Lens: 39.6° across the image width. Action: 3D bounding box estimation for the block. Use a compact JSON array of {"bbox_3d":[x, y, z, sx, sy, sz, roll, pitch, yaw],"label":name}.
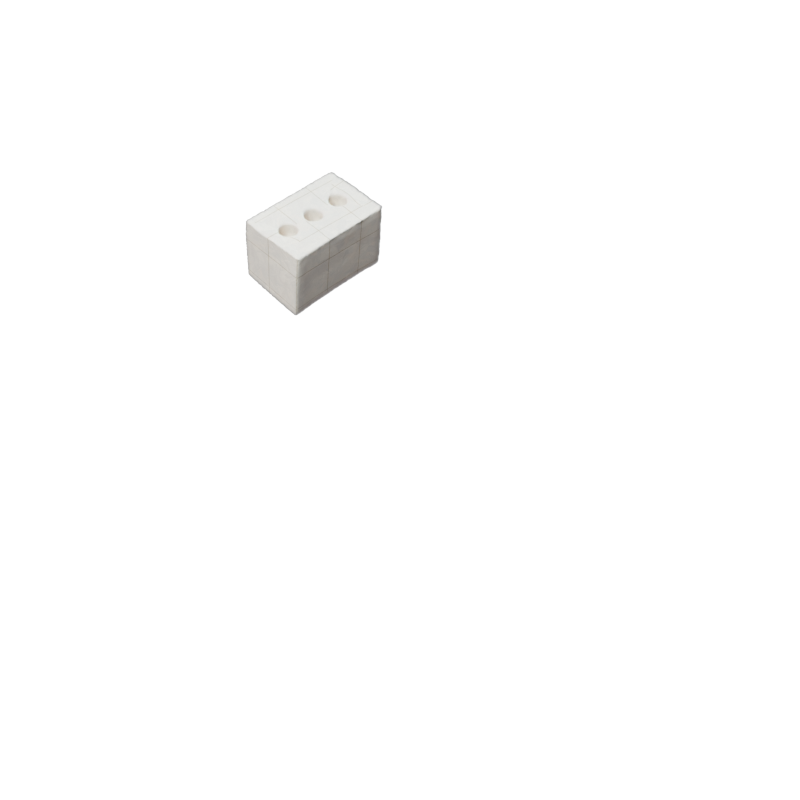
[{"bbox_3d":[-0.058,-0.106,0.743,0.078,0.048,0.056,-36,58,-29],"label":"block"}]
